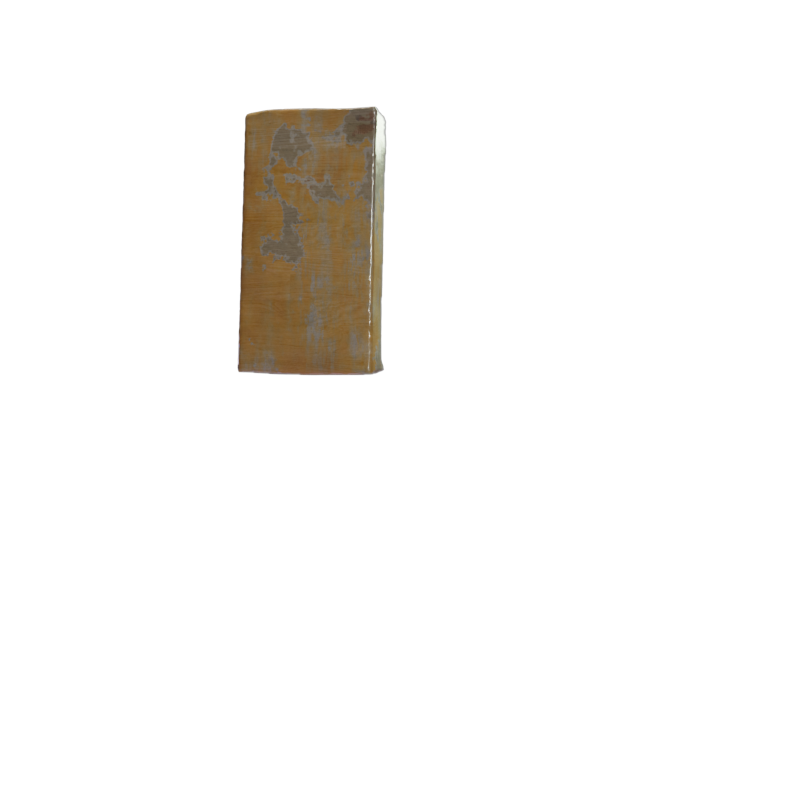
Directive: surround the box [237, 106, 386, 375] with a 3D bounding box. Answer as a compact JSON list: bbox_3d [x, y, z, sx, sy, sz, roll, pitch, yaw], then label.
[{"bbox_3d":[-0.058,-0.106,0.742,0.095,0.178,0.047,-1,-4,12],"label":"box"}]
